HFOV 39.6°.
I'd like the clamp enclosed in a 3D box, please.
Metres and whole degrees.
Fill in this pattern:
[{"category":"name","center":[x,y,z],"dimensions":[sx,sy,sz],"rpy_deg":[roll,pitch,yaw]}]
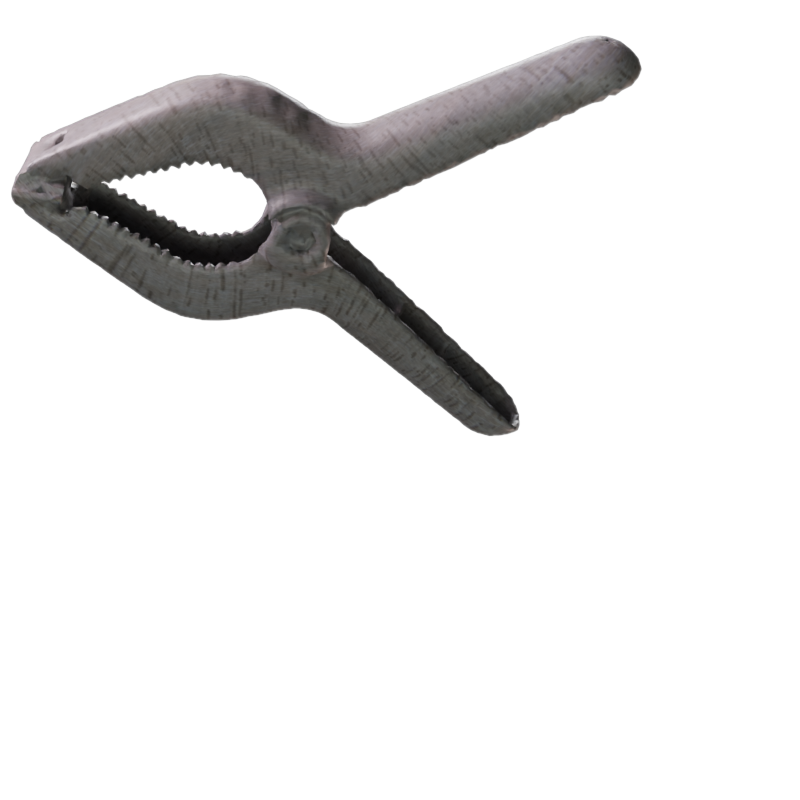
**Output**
[{"category":"clamp","center":[-0.032,-0.058,0.403],"dimensions":[0.209,0.155,0.039],"rpy_deg":[3,31,-2]}]
